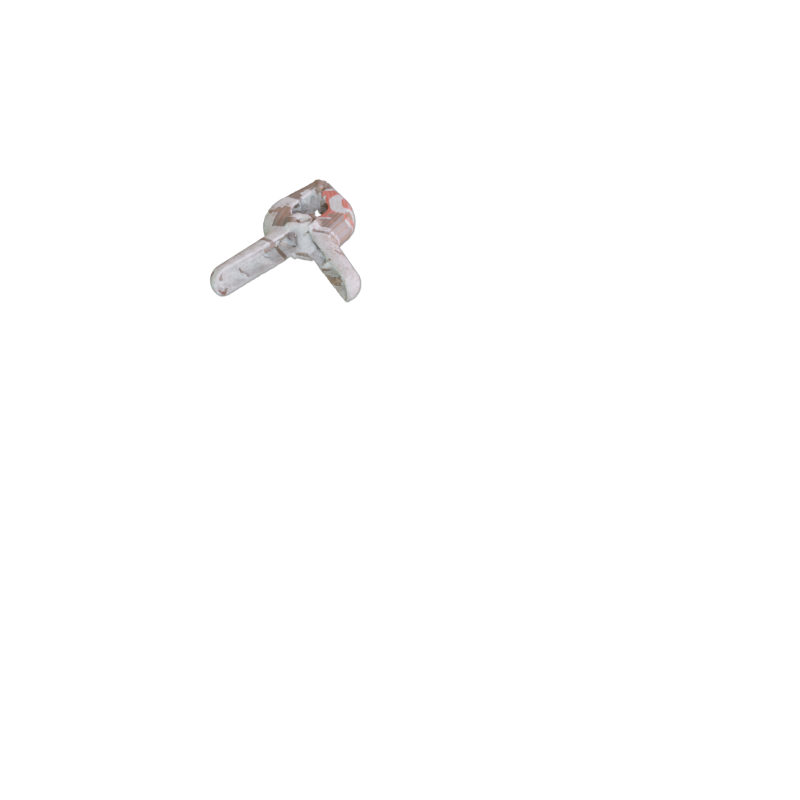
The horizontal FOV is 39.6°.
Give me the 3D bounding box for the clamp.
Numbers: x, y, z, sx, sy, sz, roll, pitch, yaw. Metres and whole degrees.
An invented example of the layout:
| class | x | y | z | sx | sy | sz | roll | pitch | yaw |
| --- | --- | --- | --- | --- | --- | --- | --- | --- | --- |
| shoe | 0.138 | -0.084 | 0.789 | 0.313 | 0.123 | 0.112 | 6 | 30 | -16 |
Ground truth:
| class | x | y | z | sx | sy | sz | roll | pitch | yaw |
| --- | --- | --- | --- | --- | --- | --- | --- | --- | --- |
| clamp | -0.072 | -0.132 | 0.923 | 0.123 | 0.037 | 0.179 | 12 | 41 | 13 |
